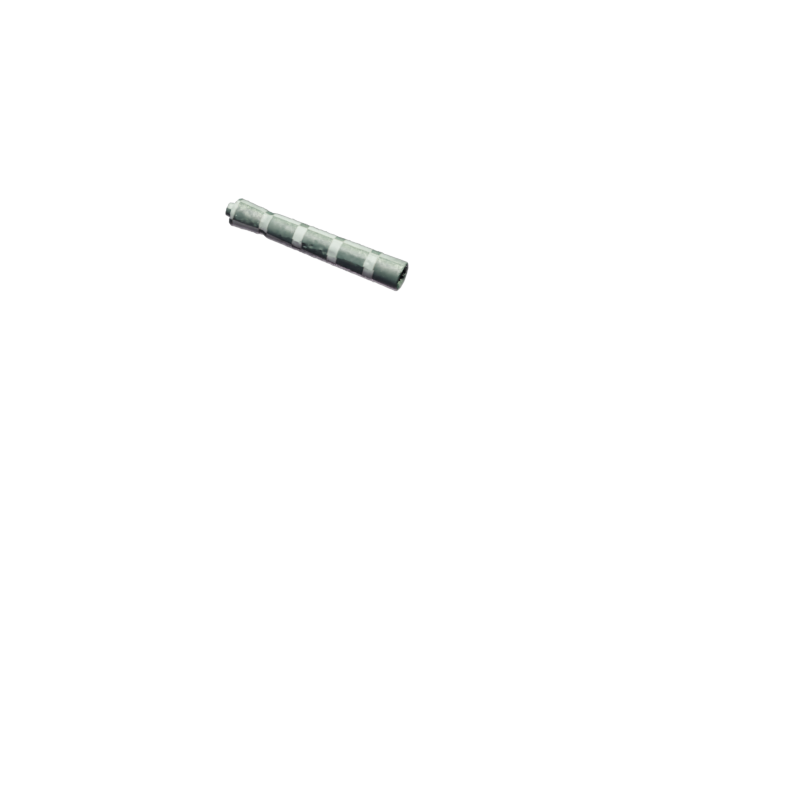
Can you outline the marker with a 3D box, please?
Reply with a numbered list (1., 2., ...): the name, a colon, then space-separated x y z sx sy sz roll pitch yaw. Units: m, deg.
1. marker: -0.053 -0.097 0.681 0.125 0.019 0.019 23 10 17
